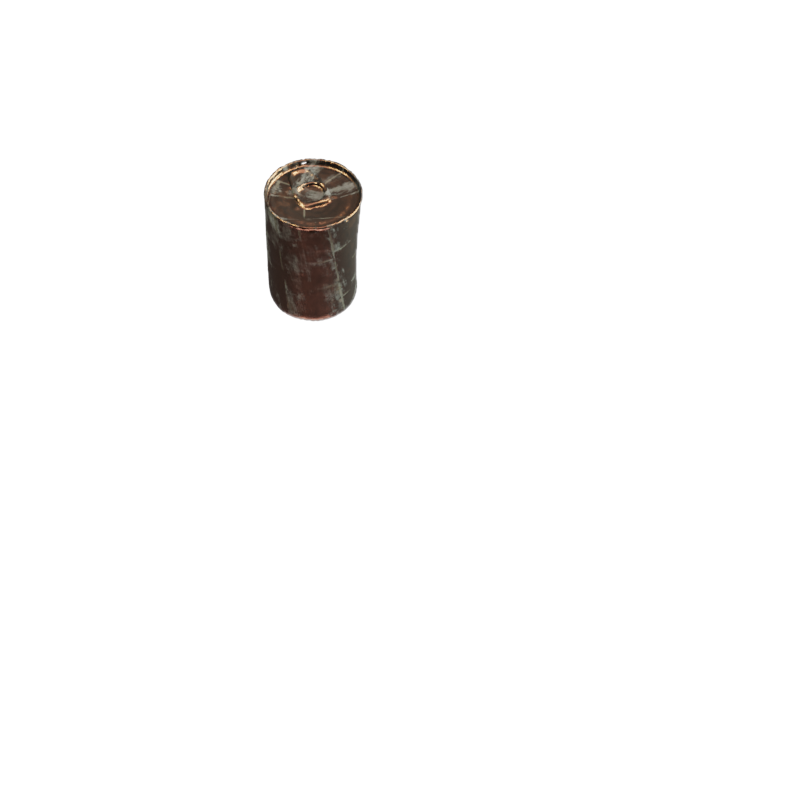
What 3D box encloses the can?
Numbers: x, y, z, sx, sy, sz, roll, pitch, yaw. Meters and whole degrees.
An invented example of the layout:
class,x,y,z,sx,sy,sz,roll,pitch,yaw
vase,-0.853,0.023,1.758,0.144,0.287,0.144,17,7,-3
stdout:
class,x,y,z,sx,sy,sz,roll,pitch,yaw
can,-0.062,-0.113,0.794,0.068,0.073,0.095,0,-38,-3
